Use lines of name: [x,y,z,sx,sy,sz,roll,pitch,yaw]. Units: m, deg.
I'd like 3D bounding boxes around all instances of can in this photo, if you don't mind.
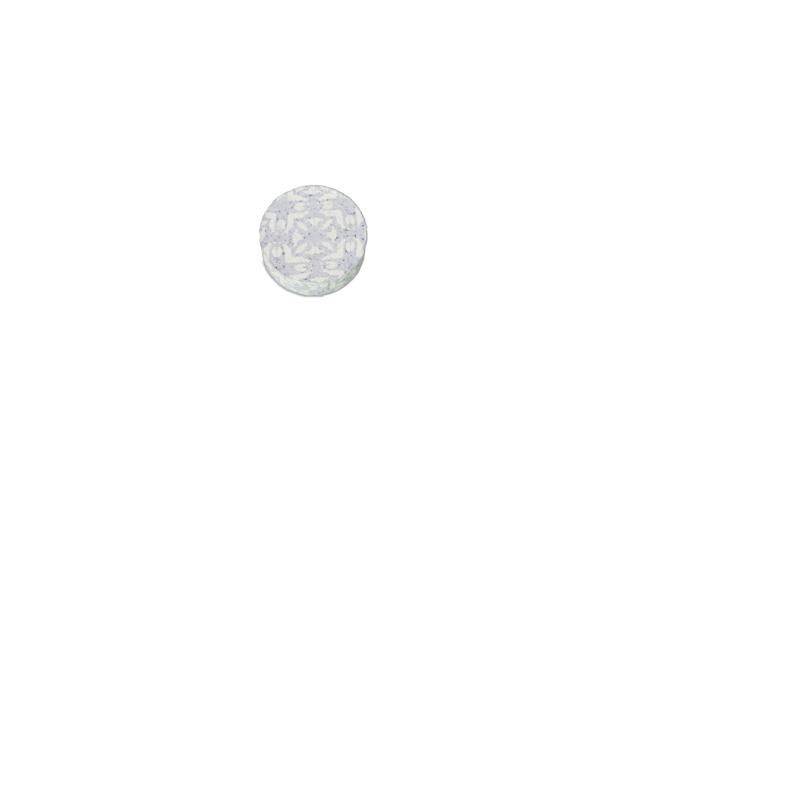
can: [-0.069,-0.127,0.888,0.086,0.090,0.032,-1,-22,-1]
